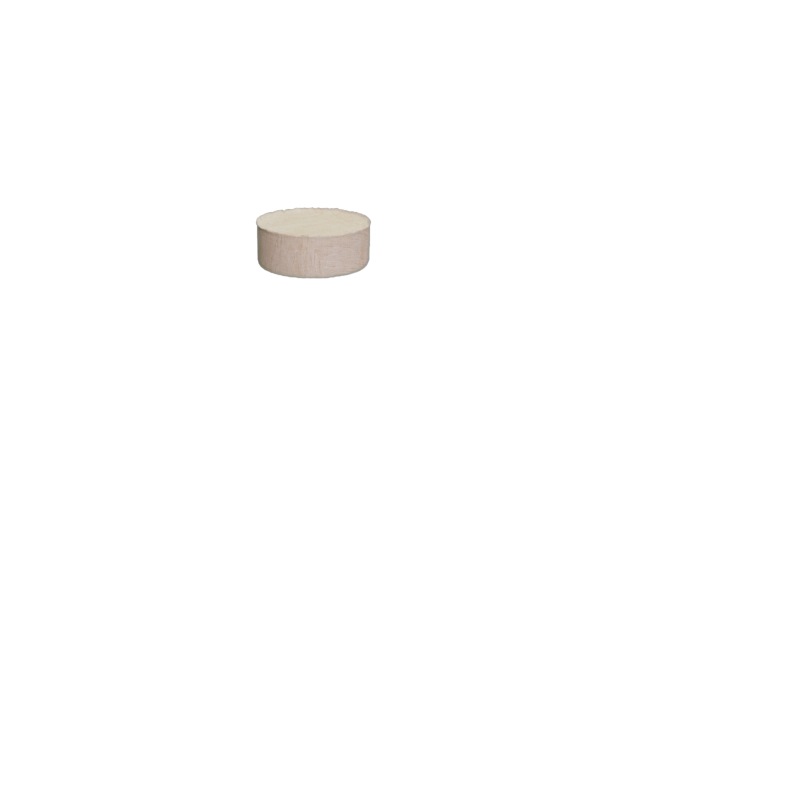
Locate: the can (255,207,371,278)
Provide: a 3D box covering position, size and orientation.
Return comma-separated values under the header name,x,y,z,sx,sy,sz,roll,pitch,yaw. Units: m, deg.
name,x,y,z,sx,sy,sz,roll,pitch,yaw
can,-0.065,-0.118,0.830,0.086,0.032,0.090,-1,22,-2
